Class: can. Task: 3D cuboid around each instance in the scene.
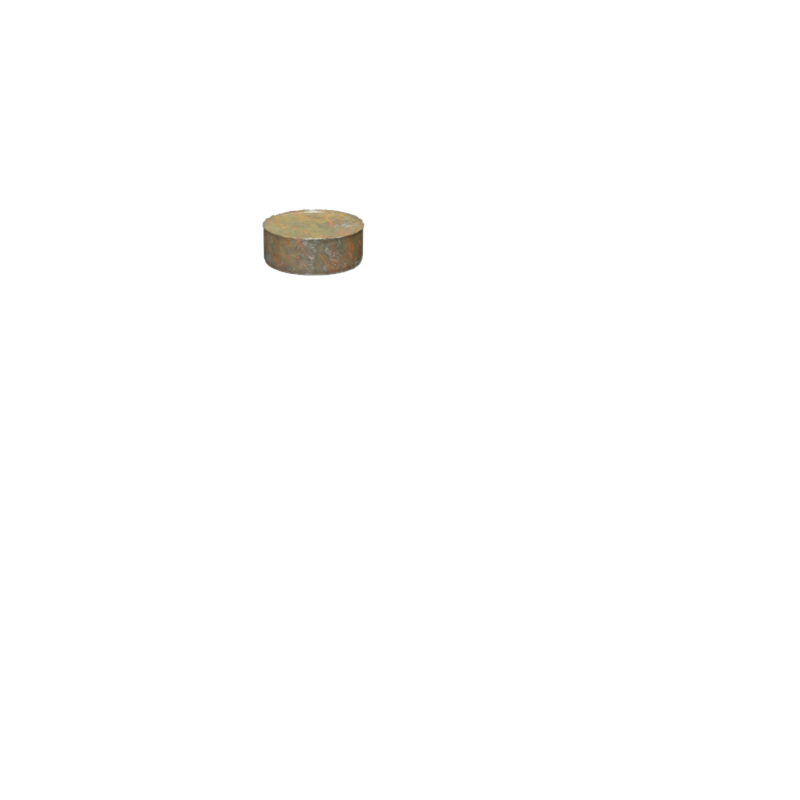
[{"bbox_3d":[-0.073,-0.134,0.937,0.086,0.032,0.090,-1,24,-2],"label":"can"}]
